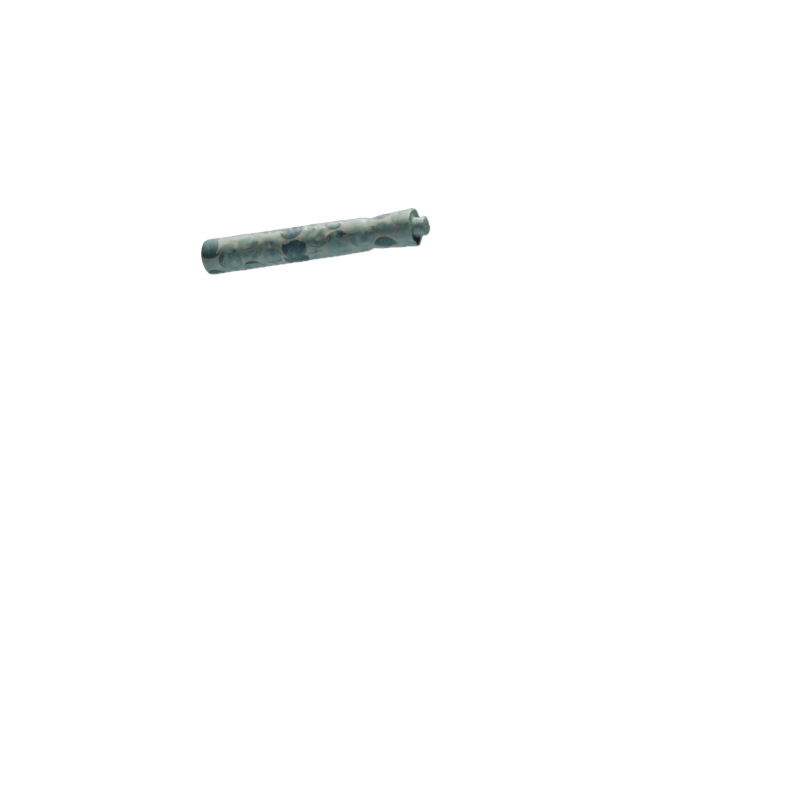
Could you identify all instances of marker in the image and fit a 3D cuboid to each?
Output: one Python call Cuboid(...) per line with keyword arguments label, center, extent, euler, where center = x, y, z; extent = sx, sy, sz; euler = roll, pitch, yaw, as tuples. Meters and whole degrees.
Cuboid(label="marker", center=(-0.044, -0.080, 0.557), extent=(0.124, 0.020, 0.019), euler=(-5, 2, 23))
